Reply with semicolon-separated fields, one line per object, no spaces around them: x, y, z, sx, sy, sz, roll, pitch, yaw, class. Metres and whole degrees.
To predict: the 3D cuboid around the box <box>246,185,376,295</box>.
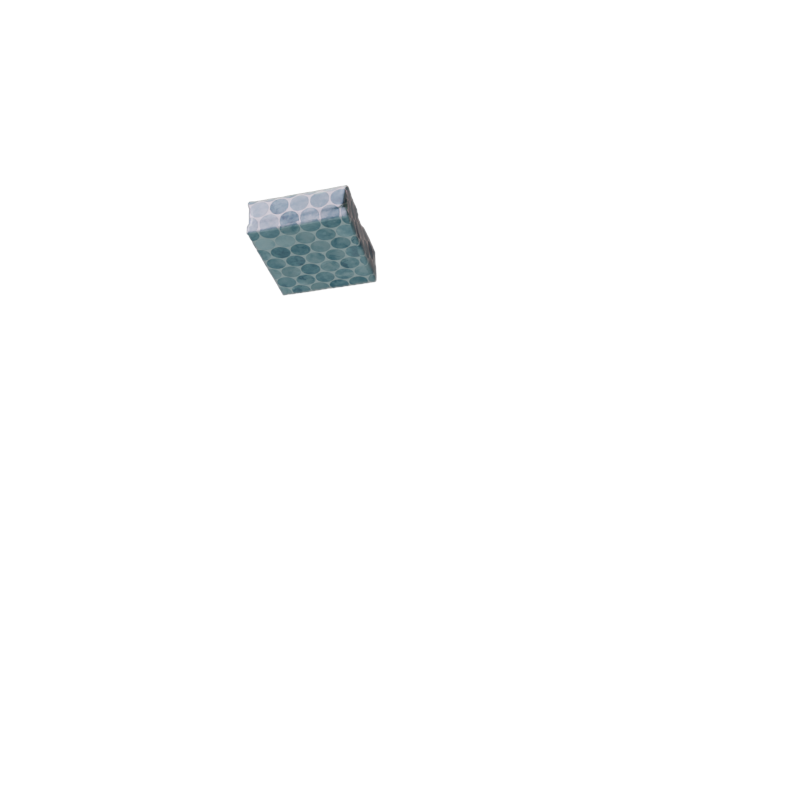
-0.062;-0.113;0.794;0.074;0.032;0.083;-8;-31;12;box
